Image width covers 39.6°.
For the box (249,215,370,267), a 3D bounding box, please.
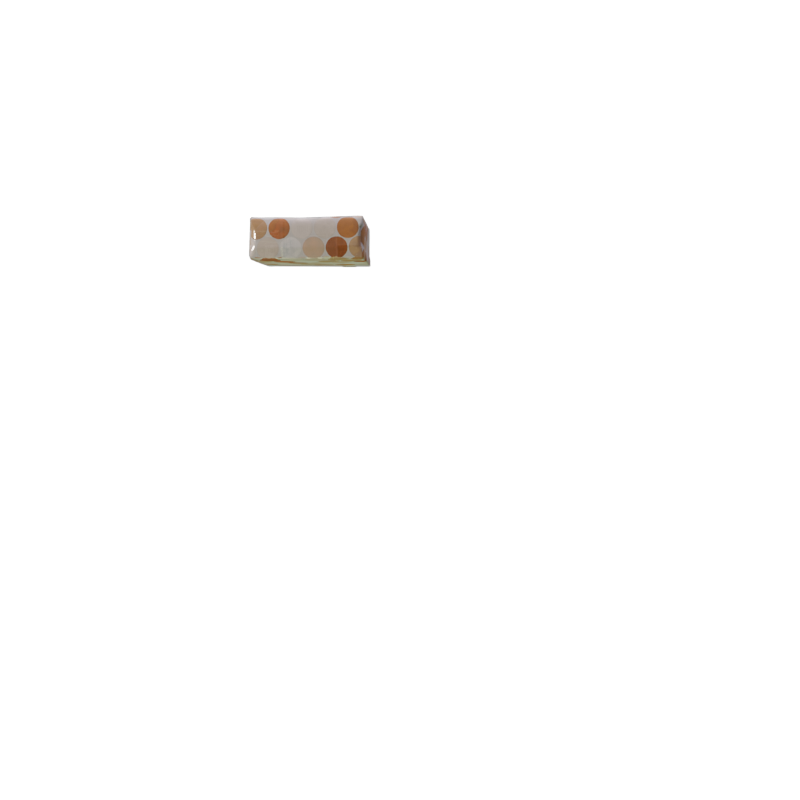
[{"bbox_3d":[-0.058,-0.106,0.742,0.074,0.030,0.089,0,3,4],"label":"box"}]
